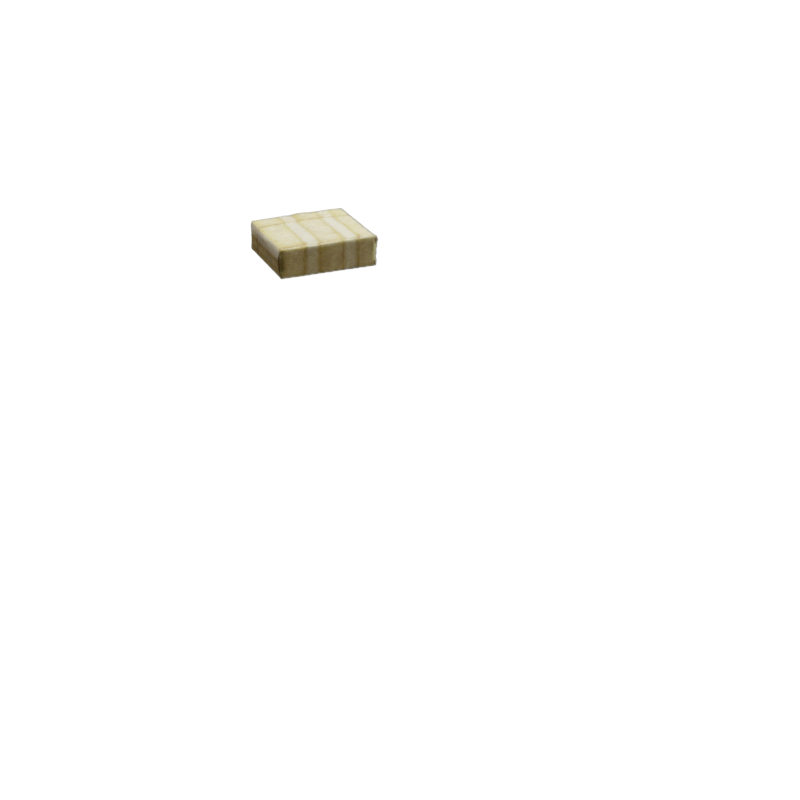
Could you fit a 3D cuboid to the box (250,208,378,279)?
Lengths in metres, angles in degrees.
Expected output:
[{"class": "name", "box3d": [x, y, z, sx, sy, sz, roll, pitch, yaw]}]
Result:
[{"class": "box", "box3d": [-0.074, -0.134, 0.941, 0.088, 0.029, 0.078, -12, 30, -21]}]
